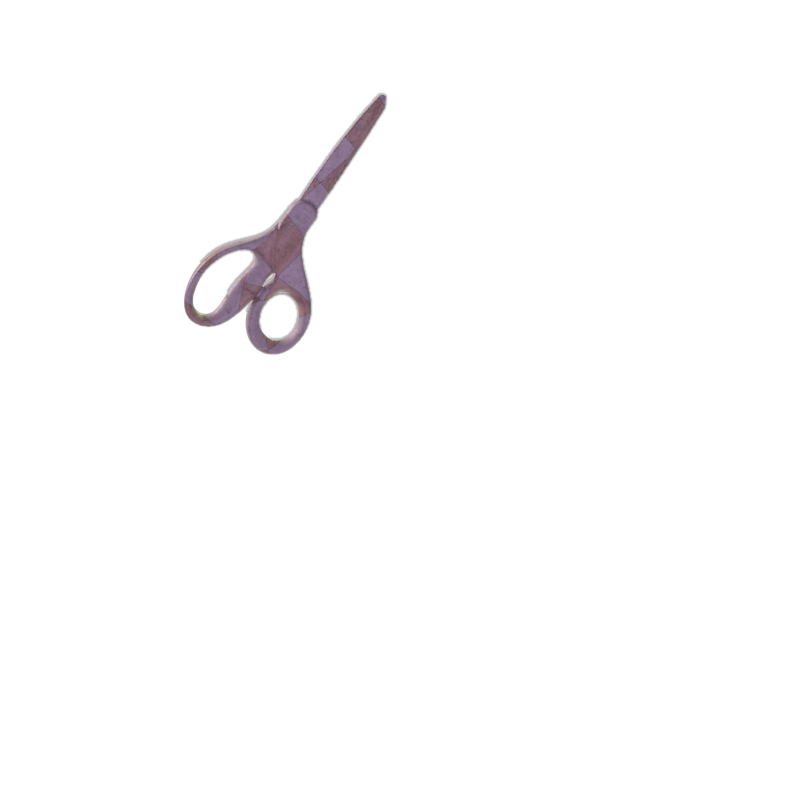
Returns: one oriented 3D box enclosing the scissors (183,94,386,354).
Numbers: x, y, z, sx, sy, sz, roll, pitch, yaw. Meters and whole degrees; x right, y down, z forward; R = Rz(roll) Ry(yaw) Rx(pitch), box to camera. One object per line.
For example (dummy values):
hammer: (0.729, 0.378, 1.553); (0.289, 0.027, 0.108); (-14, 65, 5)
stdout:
scissors: (-0.059, -0.108, 0.754); (0.200, 0.093, 0.016); (-38, 14, 11)
